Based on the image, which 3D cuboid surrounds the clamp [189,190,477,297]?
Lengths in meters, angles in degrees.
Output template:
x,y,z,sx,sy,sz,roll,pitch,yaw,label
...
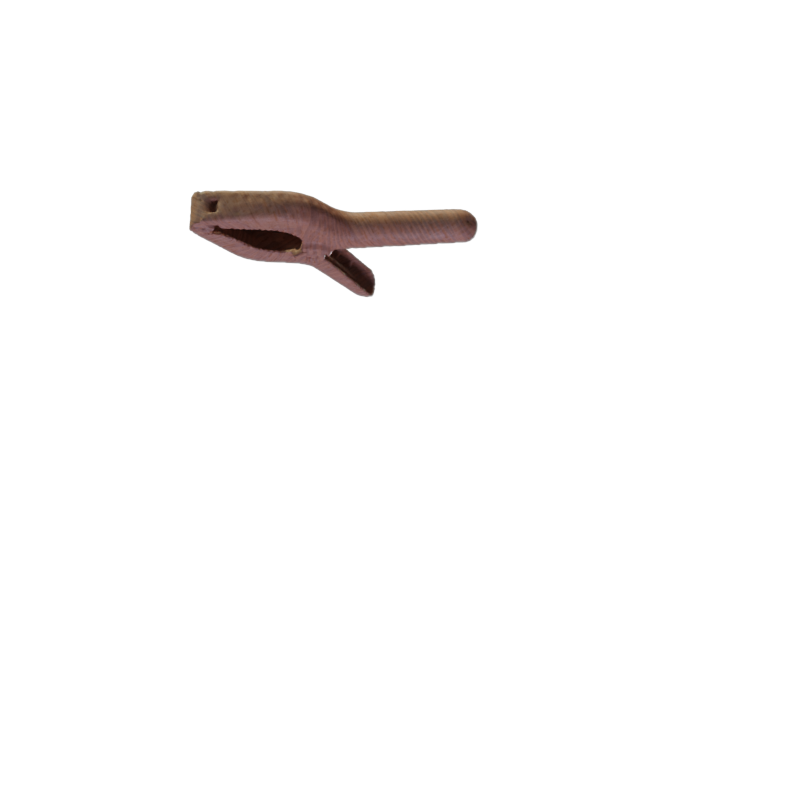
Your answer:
x,y,z,sx,sy,sz,roll,pitch,yaw,label
-0.068,-0.124,0.871,0.203,0.038,0.162,6,-17,-22,clamp
